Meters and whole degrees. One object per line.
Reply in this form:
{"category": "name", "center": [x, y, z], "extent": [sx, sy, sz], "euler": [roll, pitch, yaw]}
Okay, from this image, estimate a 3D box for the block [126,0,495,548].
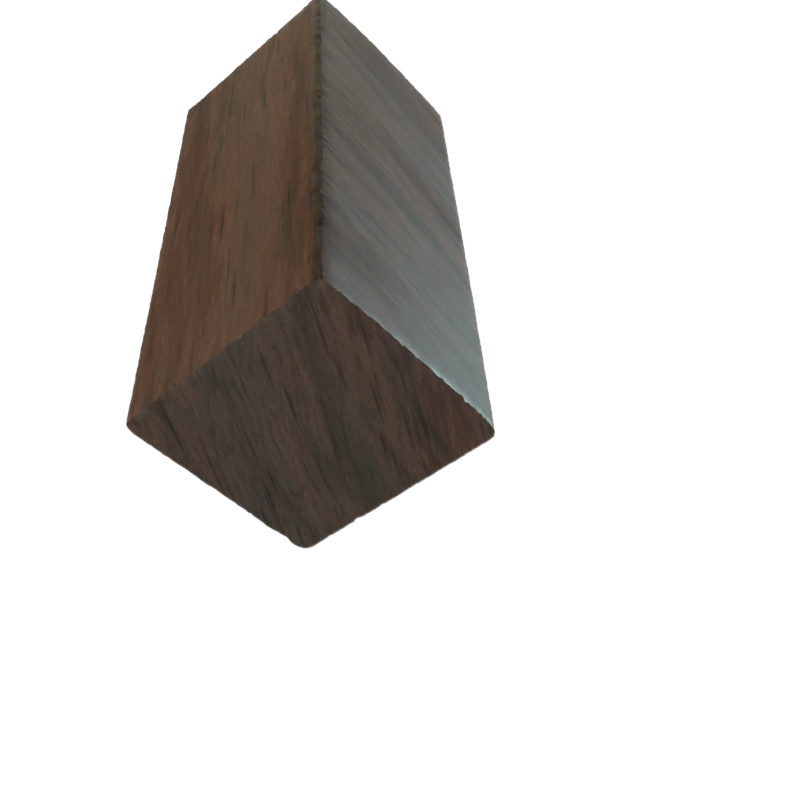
{"category": "block", "center": [-0.034, -0.063, 0.443], "extent": [0.090, 0.221, 0.085], "euler": [-35, -56, 24]}
